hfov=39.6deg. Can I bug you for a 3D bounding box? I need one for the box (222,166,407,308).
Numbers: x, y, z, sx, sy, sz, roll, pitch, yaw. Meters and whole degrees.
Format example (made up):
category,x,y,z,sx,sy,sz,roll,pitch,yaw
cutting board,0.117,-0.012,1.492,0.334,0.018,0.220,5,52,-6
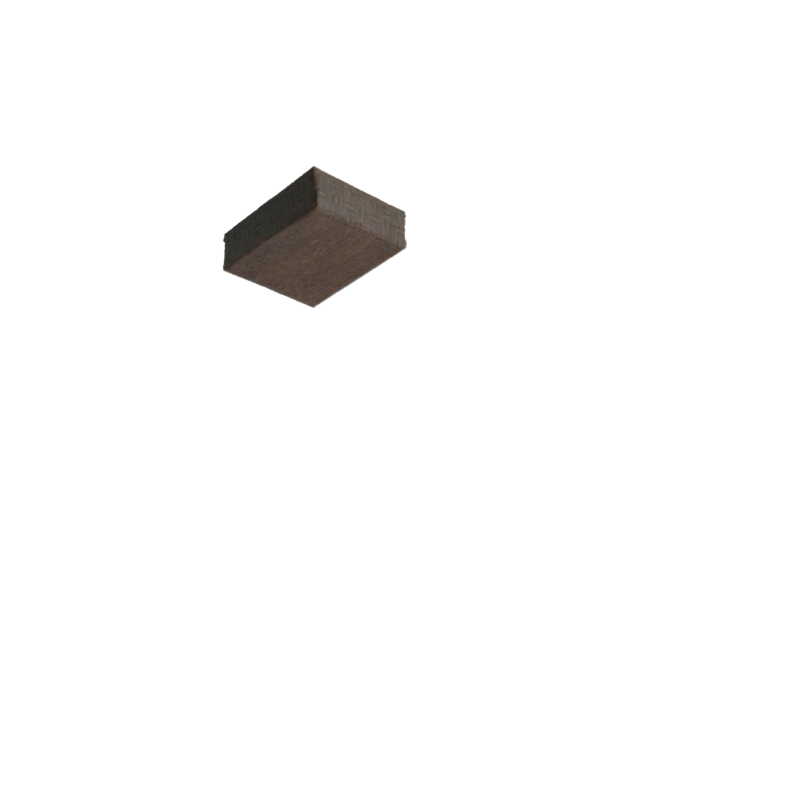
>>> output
category,x,y,z,sx,sy,sz,roll,pitch,yaw
box,-0.065,-0.118,0.826,0.085,0.041,0.113,22,-34,-37
